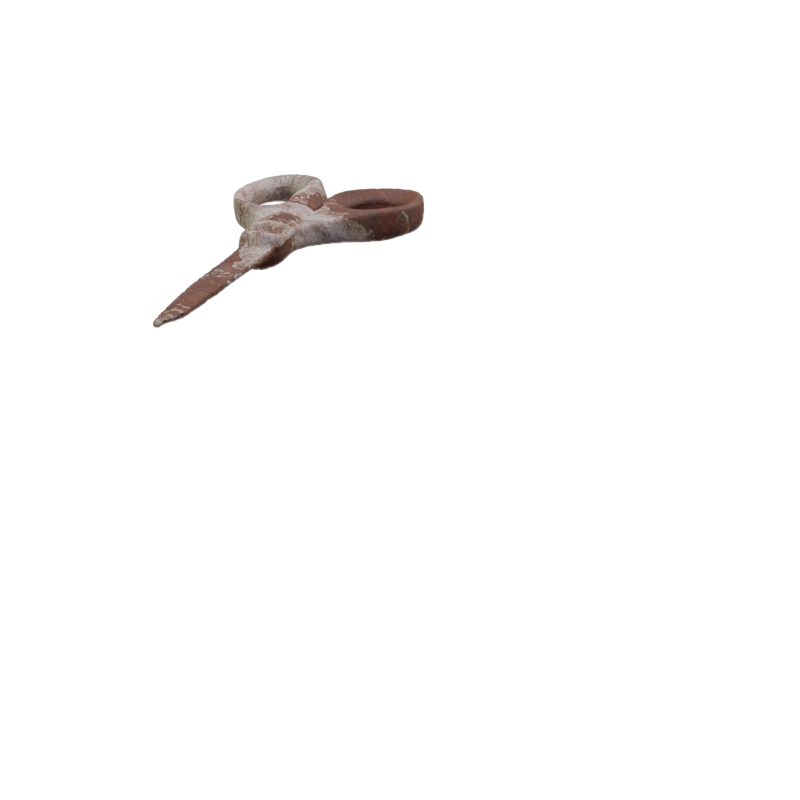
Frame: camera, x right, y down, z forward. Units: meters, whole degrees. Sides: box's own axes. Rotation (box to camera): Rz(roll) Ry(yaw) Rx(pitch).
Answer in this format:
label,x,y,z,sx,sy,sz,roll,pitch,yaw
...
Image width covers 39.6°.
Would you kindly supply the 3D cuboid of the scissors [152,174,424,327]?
label,x,y,z,sx,sy,sz,roll,pitch,yaw
scissors,-0.035,-0.064,0.450,0.096,0.015,0.211,0,23,-1
